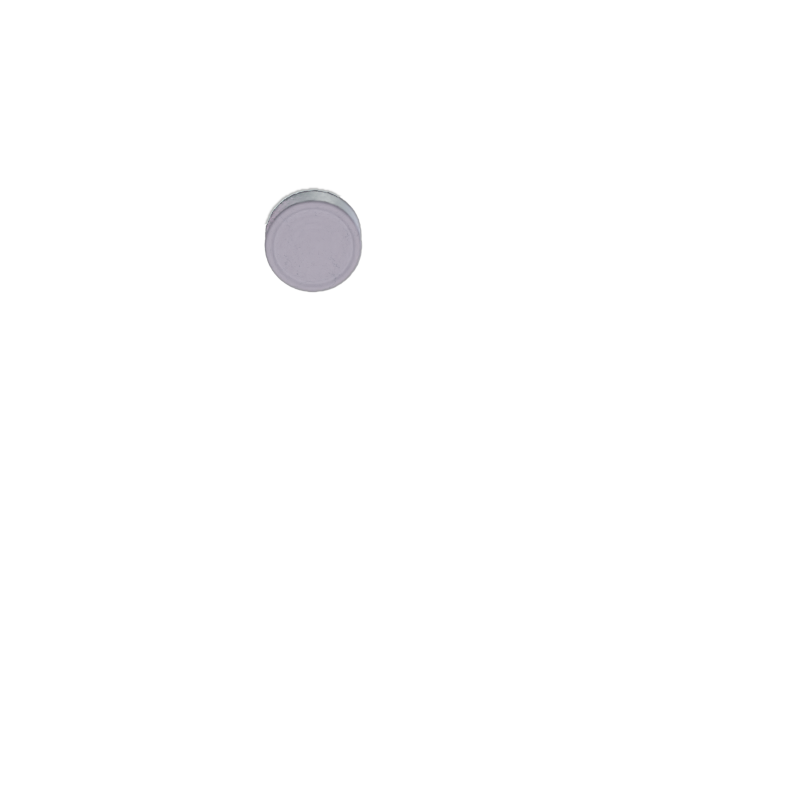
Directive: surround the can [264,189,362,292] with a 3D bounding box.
[{"bbox_3d":[-0.076,-0.138,0.967,0.086,0.082,0.035,0,22,-1],"label":"can"}]
